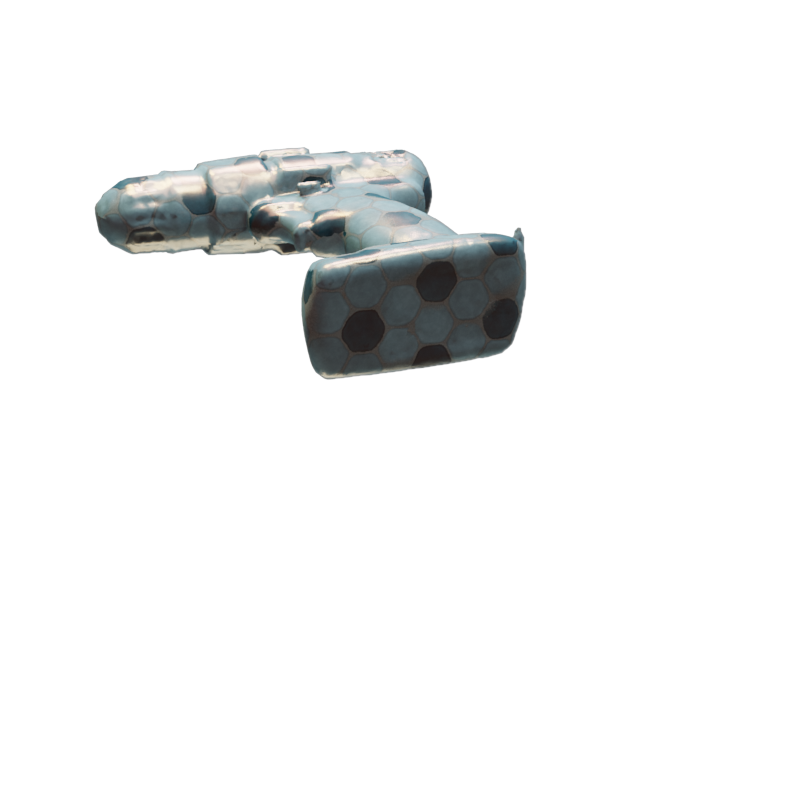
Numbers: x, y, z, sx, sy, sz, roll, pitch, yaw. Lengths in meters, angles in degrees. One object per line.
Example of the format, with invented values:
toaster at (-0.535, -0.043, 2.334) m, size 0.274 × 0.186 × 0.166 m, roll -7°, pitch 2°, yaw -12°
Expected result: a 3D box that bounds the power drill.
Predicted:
power drill at (-0.042, -0.077, 0.537) m, size 0.181 × 0.054 × 0.201 m, roll -11°, pitch 30°, yaw -20°
